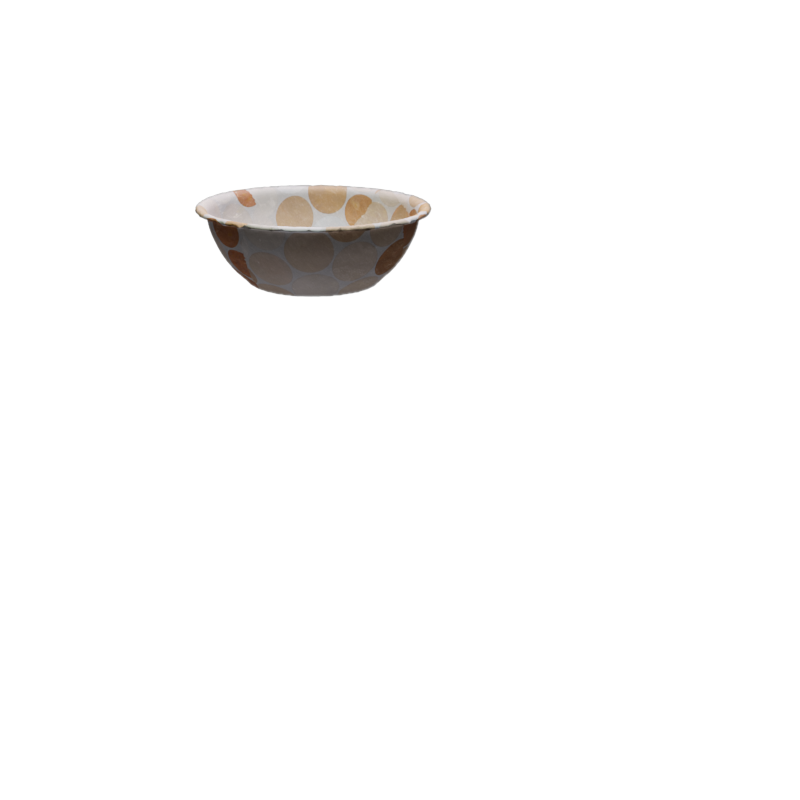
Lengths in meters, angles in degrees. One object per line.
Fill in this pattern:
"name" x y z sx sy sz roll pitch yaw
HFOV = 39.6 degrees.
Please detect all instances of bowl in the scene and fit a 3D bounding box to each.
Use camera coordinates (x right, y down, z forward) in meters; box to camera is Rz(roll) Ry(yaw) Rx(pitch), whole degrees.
"bowl" -0.060 -0.110 0.767 0.162 0.053 0.169 -1 20 -2
